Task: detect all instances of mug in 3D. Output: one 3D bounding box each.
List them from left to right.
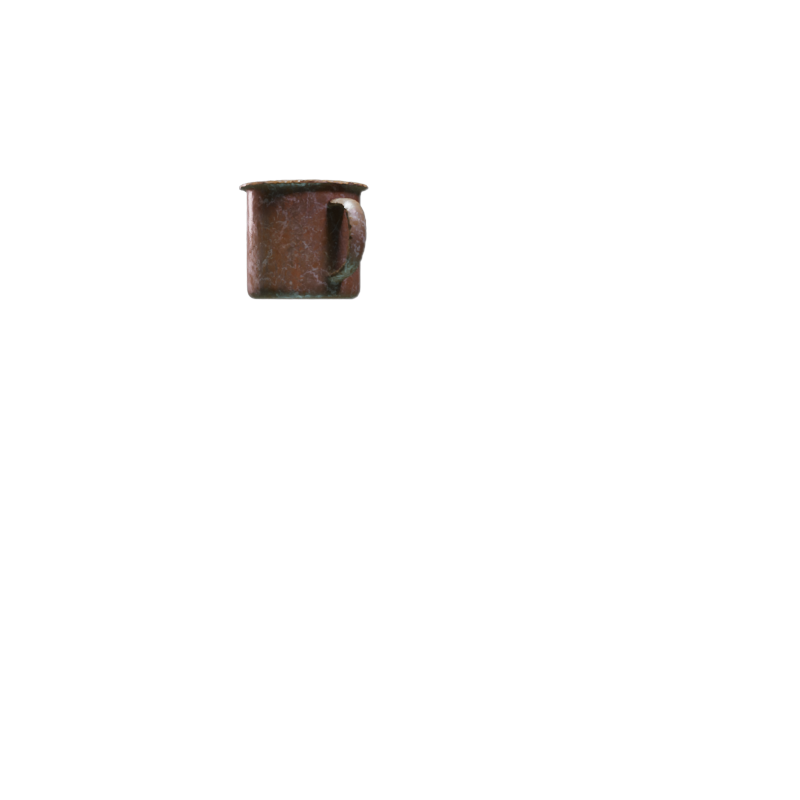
[{"bbox_3d":[-0.061,-0.112,0.784,0.090,0.082,0.122,-1,3,-38],"label":"mug"}]
